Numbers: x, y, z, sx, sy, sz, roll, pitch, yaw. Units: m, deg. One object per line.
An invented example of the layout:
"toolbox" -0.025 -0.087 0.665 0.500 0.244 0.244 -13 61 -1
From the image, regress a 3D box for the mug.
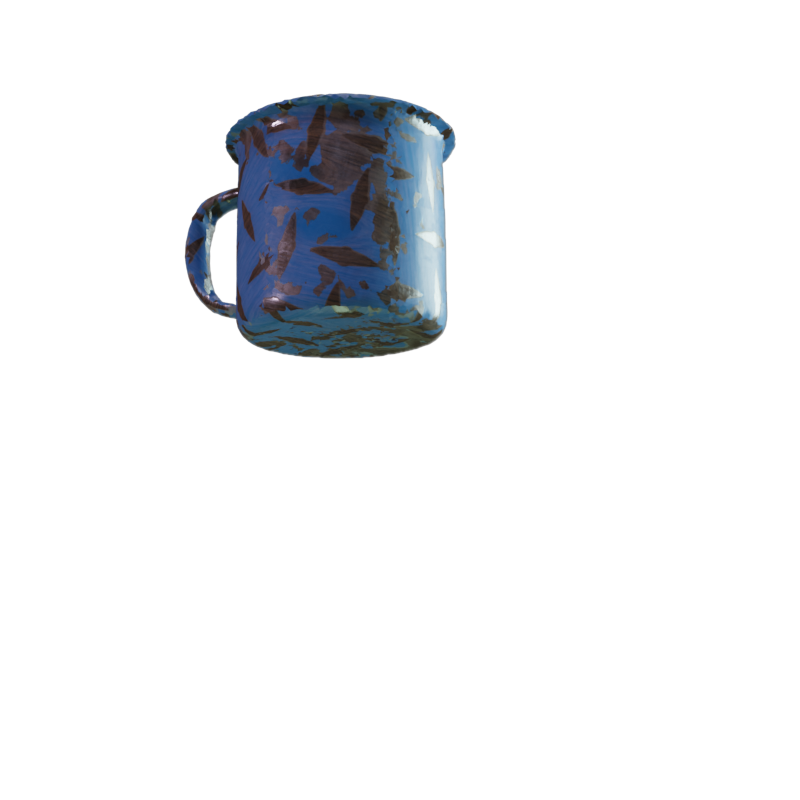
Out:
"mug" -0.035 -0.063 0.441 0.120 0.085 0.088 -6 -15 22
